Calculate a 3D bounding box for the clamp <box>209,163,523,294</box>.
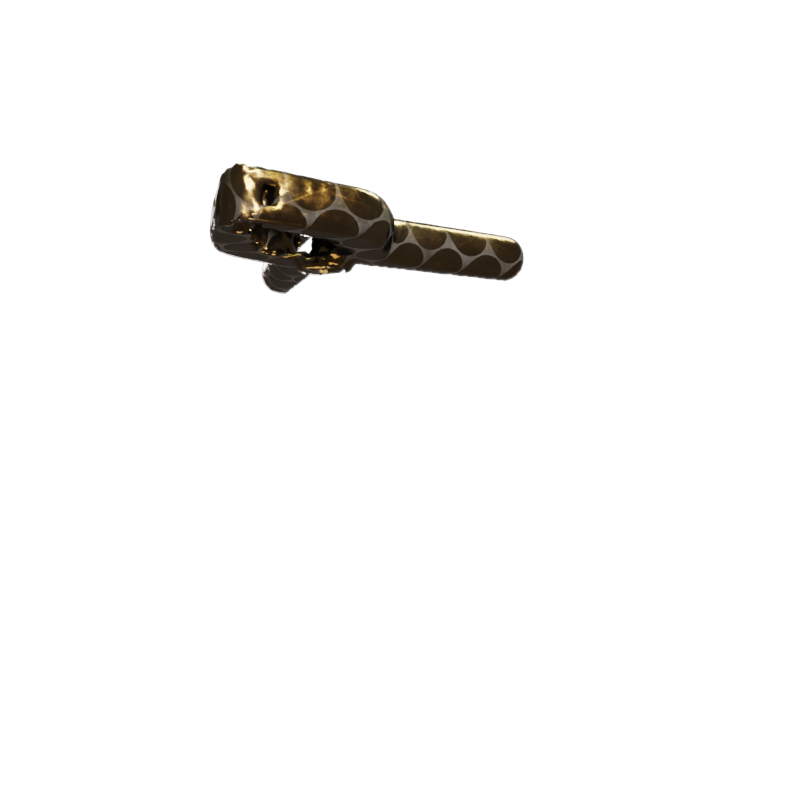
[{"bbox_3d":[-0.047,-0.085,0.598,0.169,0.037,0.200,-3,-5,30],"label":"clamp"}]
